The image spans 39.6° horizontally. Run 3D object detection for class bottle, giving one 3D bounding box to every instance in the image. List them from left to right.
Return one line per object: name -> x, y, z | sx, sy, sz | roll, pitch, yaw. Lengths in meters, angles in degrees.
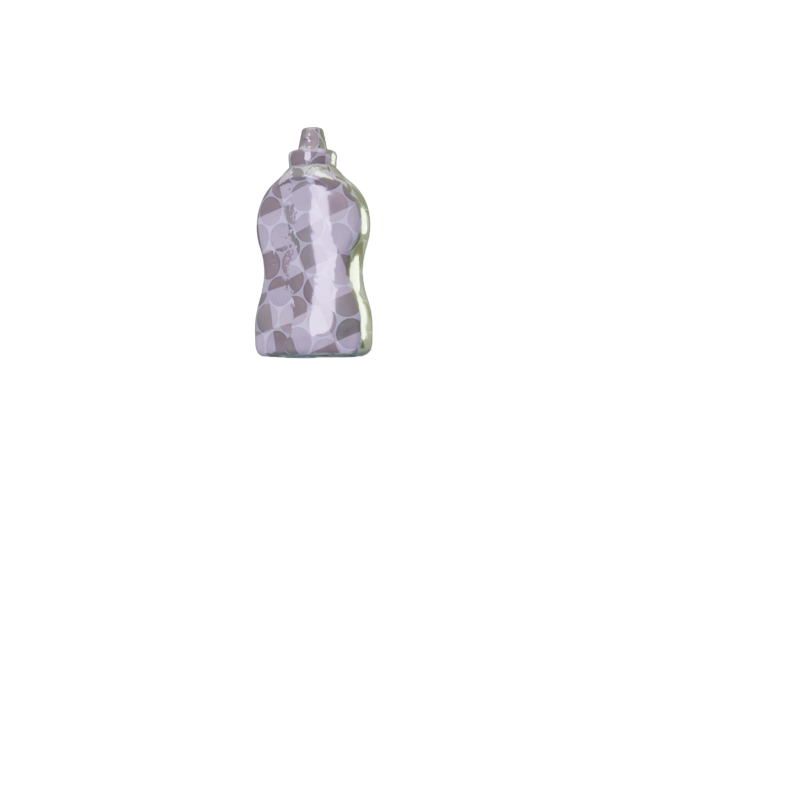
bottle -> -0.072, -0.132, 0.923 | 0.098, 0.195, 0.056 | -3, -8, 24
